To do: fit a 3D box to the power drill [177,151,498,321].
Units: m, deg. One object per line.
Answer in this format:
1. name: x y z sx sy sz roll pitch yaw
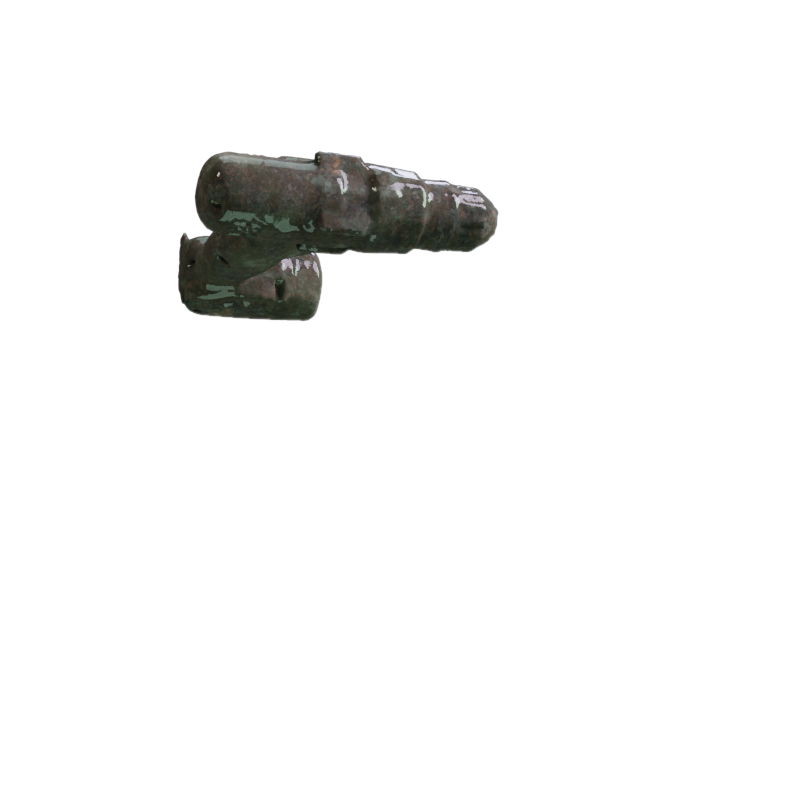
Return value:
1. power drill: -0.055 -0.101 0.706 0.179 0.060 0.186 6 -15 -21
